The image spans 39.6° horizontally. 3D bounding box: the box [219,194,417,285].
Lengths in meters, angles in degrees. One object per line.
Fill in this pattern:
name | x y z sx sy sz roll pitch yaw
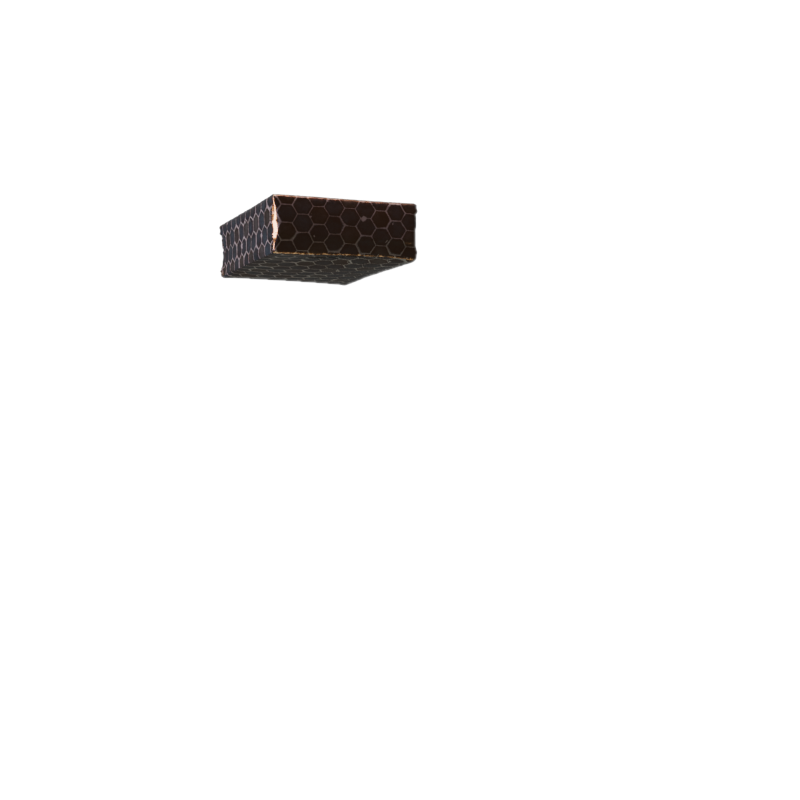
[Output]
box | -0.053 -0.096 0.676 0.087 0.040 0.115 2 -5 -23
